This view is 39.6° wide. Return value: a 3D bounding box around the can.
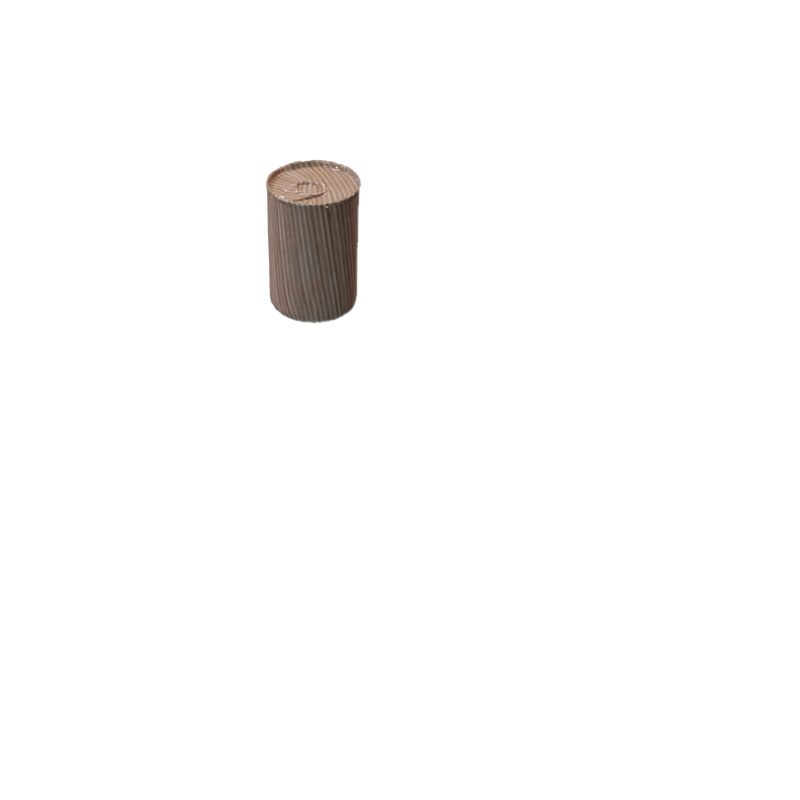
[{"bbox_3d":[-0.064,-0.117,0.819,0.068,0.096,0.073,0,35,-3],"label":"can"}]
